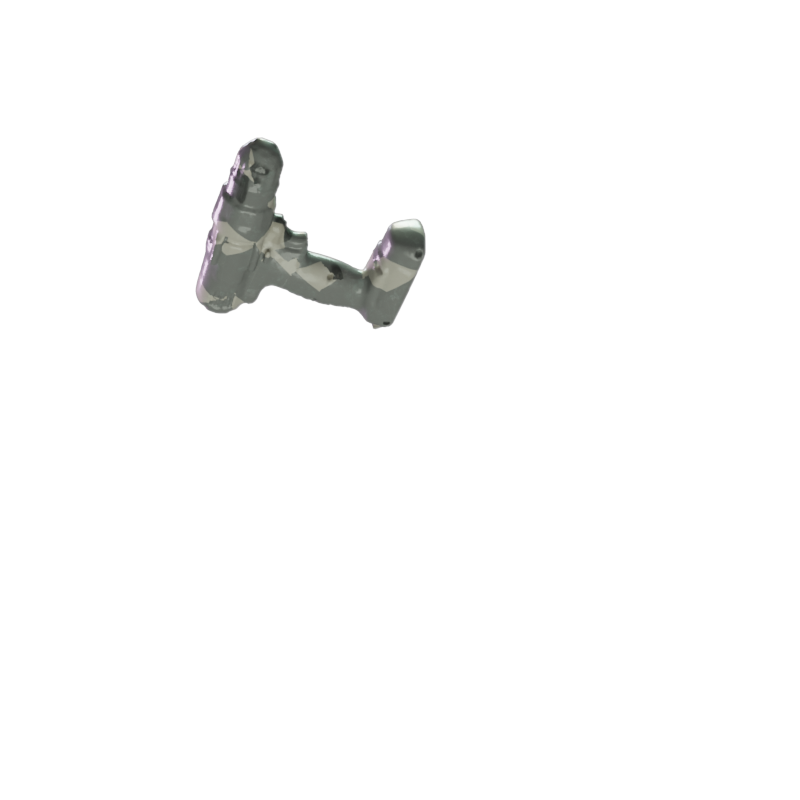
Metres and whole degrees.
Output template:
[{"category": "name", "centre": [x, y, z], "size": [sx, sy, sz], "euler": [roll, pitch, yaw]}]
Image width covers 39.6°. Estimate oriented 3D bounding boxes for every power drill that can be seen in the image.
[{"category": "power drill", "centre": [-0.077, -0.140, 0.984], "size": [0.184, 0.062, 0.175], "euler": [13, -47, -12]}]
